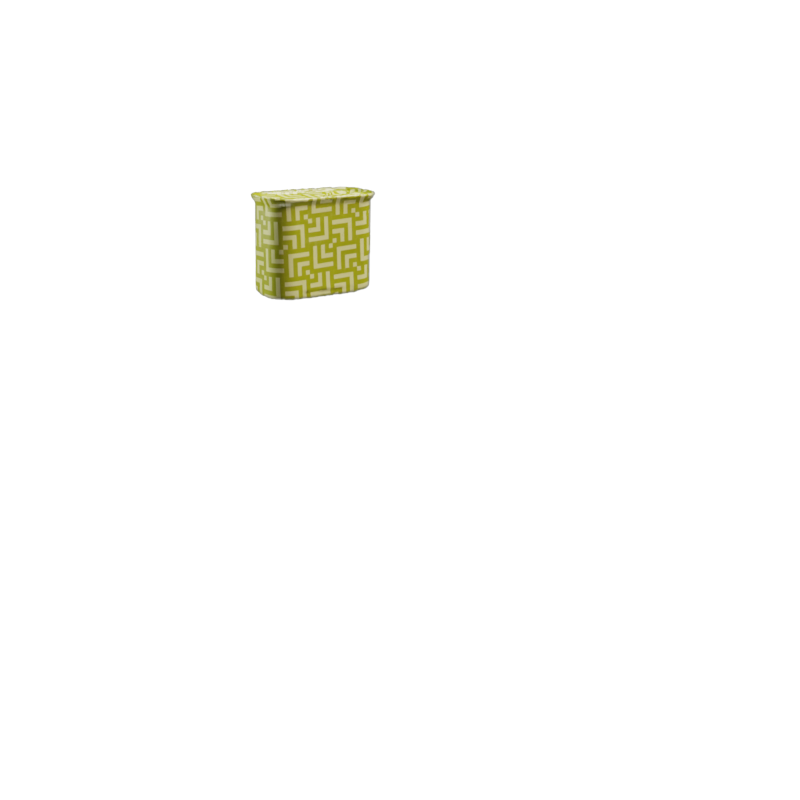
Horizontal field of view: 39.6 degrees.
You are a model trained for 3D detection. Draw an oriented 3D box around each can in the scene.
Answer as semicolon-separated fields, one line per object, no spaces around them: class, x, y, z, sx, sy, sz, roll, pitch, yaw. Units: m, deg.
can;-0.072;-0.132;0.925;0.099;0.082;0.061;-9;15;-32
